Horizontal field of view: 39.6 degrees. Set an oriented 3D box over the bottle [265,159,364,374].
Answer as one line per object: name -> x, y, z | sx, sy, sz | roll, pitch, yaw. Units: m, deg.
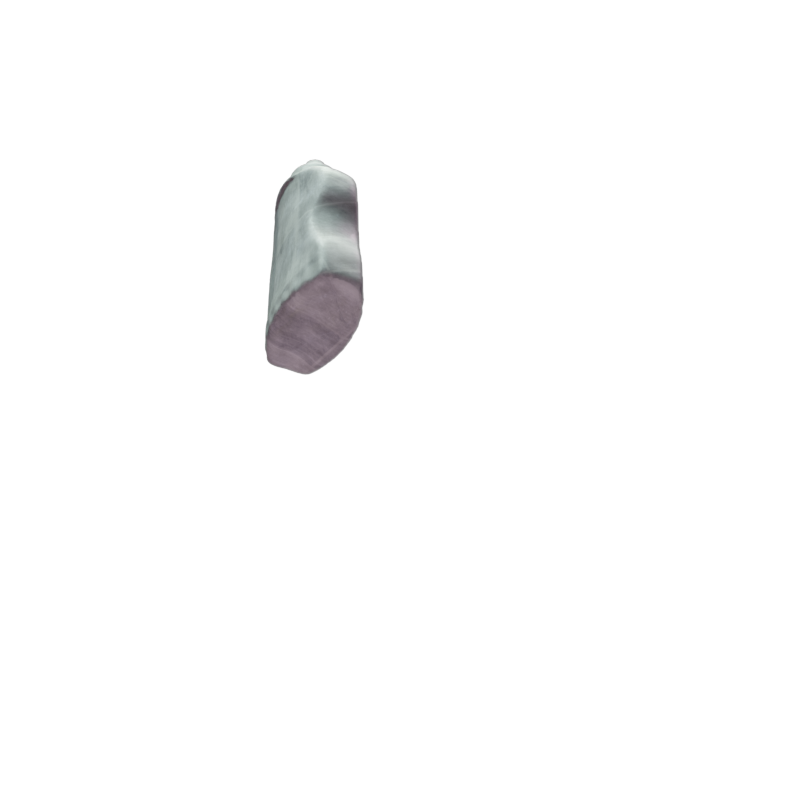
bottle -> -0.064, -0.117, 0.822 | 0.057, 0.206, 0.092 | 16, -50, -19
